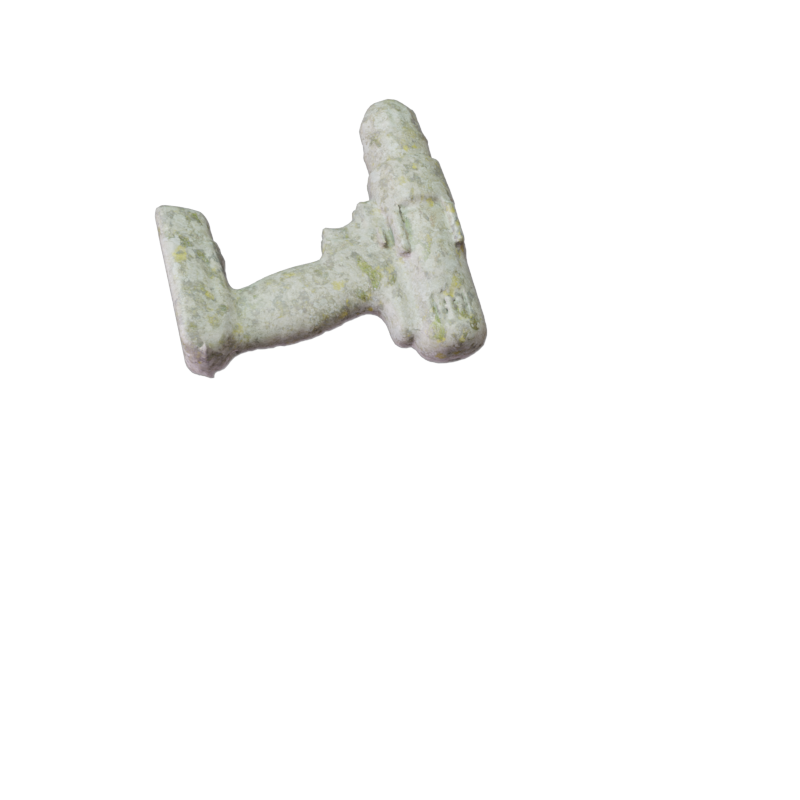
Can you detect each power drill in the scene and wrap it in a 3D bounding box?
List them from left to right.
[{"bbox_3d":[-0.054,-0.099,0.691,0.186,0.197,0.054,-12,-26,-6],"label":"power drill"}]
